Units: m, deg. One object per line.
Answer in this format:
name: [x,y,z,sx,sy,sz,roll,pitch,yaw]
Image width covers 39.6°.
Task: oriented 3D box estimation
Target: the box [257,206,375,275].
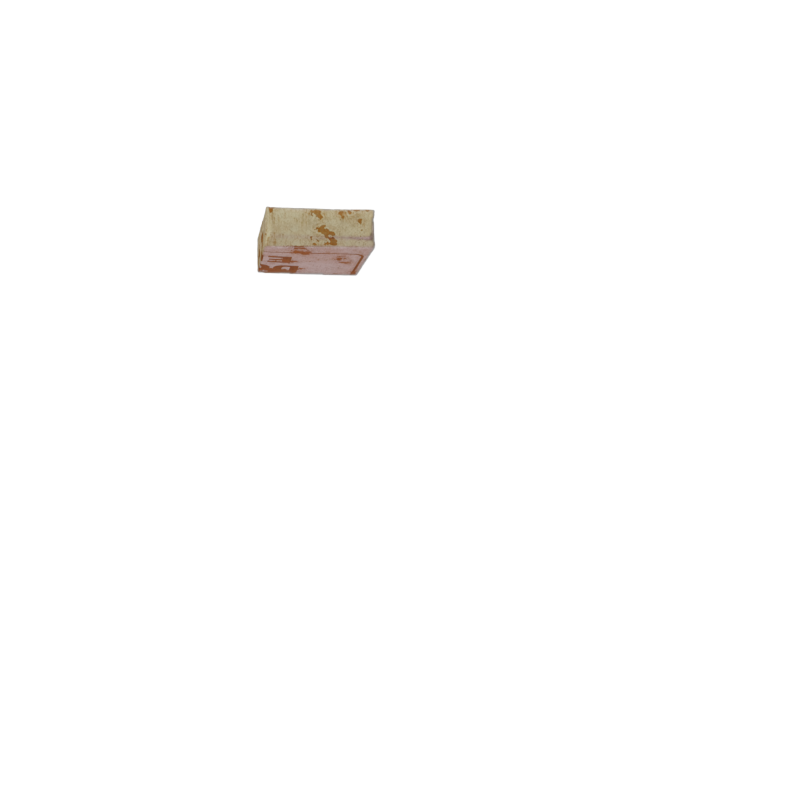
box: [-0.059,-0.109,0.760,0.072,0.031,0.088,1,-7,-8]
